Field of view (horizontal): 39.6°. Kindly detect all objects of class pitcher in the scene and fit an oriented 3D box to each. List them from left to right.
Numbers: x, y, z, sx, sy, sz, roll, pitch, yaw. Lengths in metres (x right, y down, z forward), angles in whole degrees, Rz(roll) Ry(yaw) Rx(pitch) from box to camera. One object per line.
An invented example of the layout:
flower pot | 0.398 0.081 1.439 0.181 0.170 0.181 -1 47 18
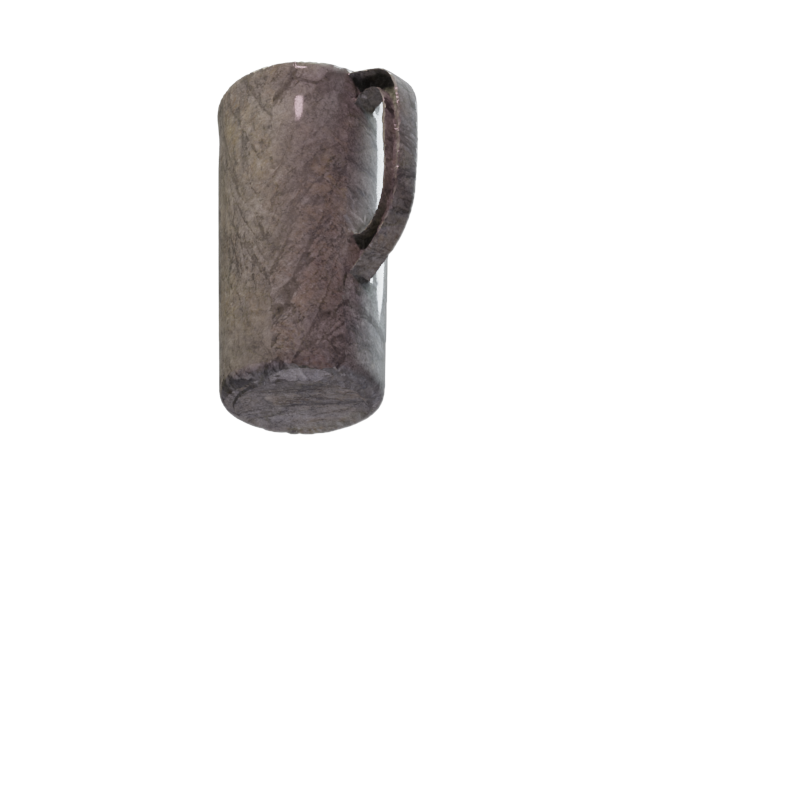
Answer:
pitcher | -0.060 -0.110 0.771 0.145 0.259 0.140 -1 -29 -1
